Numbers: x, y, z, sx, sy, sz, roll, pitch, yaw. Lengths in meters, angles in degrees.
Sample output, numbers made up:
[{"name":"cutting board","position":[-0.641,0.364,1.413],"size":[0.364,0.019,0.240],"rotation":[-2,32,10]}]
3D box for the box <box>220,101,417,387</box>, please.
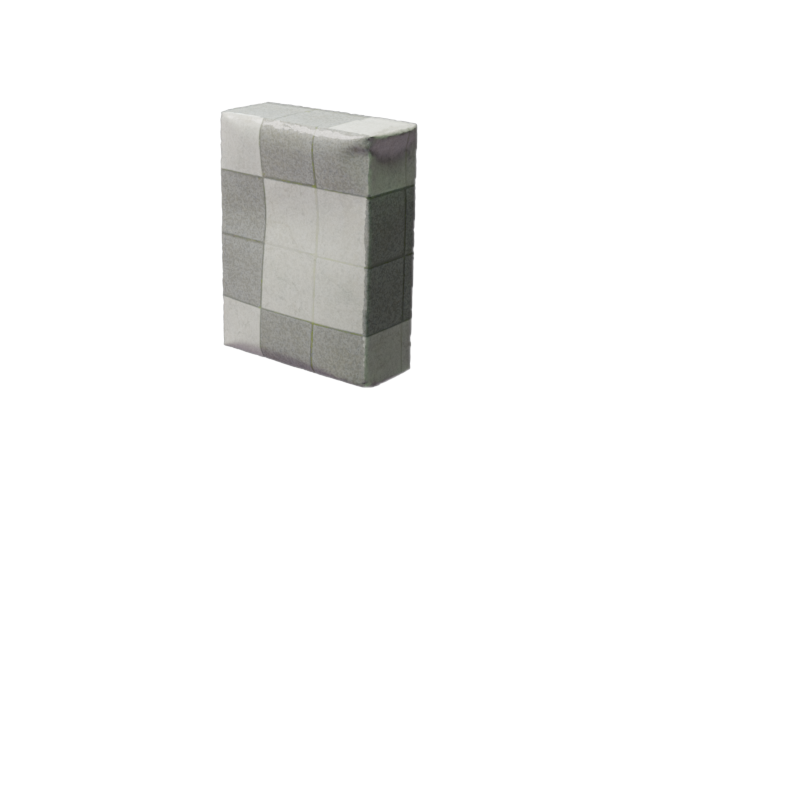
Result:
[{"name":"box","position":[-0.073,-0.133,0.934],"size":[0.173,0.205,0.071],"rotation":[16,23,36]}]
